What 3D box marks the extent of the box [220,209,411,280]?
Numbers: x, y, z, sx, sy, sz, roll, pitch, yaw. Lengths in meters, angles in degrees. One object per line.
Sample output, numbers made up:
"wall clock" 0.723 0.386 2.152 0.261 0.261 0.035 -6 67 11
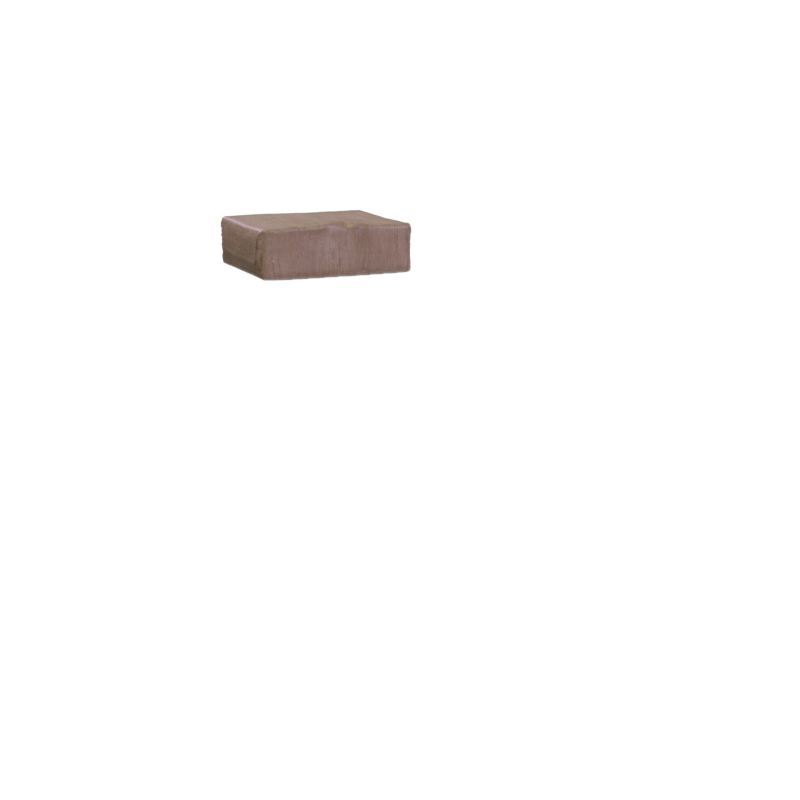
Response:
"box" -0.049 -0.089 0.621 0.087 0.029 0.077 -6 16 -21
